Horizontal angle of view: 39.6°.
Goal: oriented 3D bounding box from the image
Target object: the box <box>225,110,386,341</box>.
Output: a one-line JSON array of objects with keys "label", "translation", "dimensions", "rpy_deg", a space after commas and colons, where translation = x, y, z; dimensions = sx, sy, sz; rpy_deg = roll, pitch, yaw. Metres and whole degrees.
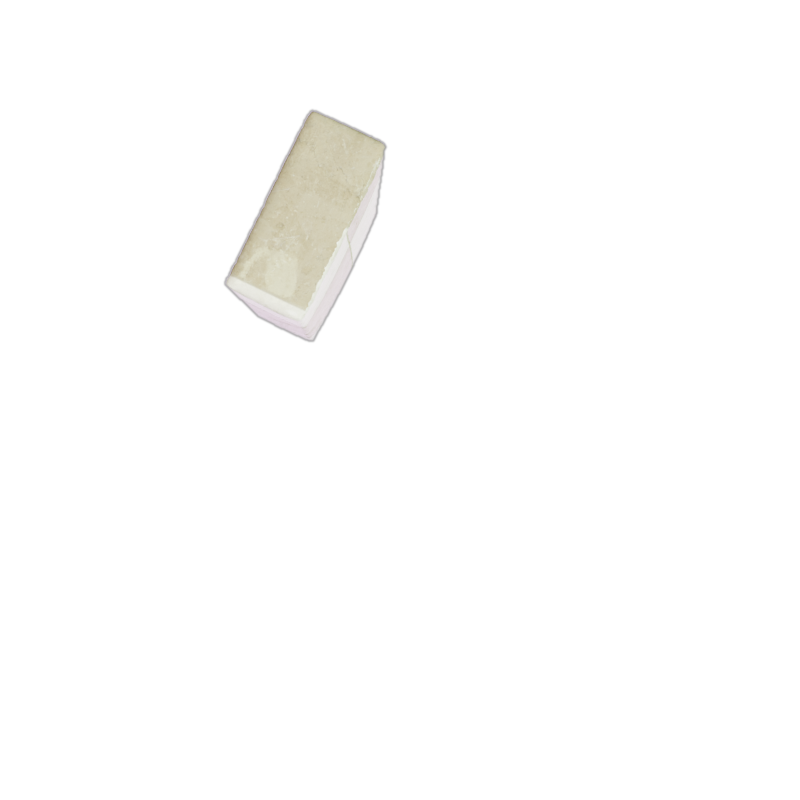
[{"label": "box", "translation": [-0.046, -0.083, 0.585], "dimensions": [0.048, 0.094, 0.175], "rpy_deg": [26, -2, -4]}]
